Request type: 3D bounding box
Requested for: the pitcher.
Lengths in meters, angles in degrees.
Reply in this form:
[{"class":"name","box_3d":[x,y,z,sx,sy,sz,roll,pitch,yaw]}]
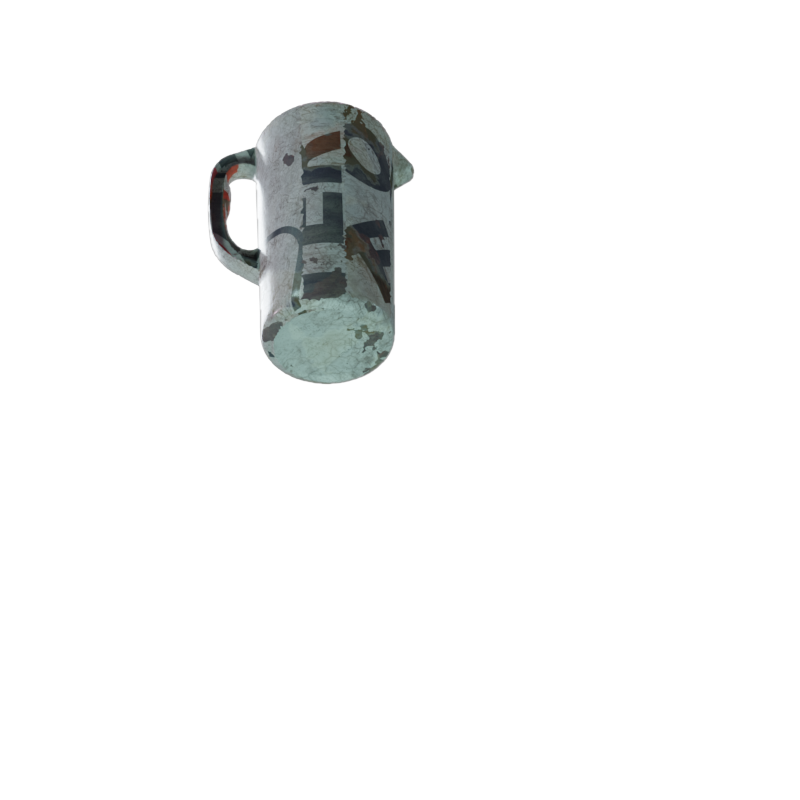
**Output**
[{"class":"pitcher","box_3d":[-0.076,-0.138,0.965,0.149,0.261,0.135,-30,-49,27]}]
